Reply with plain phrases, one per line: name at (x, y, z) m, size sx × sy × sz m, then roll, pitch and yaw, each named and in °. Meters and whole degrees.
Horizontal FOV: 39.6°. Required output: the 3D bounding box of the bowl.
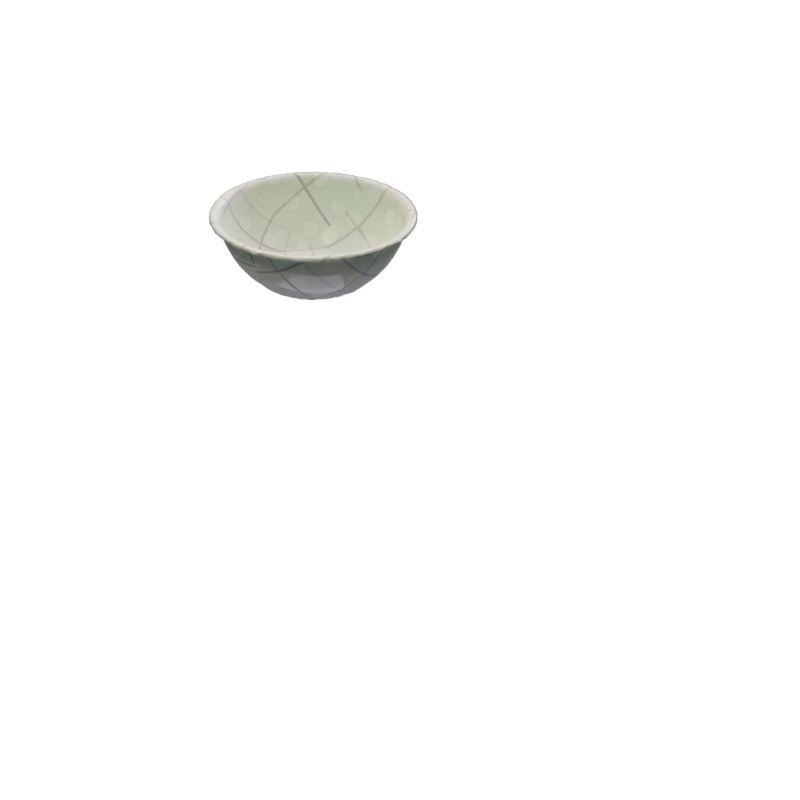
bowl at (-0.068, -0.124, 0.870) m, size 0.162 × 0.052 × 0.173 m, roll -1°, pitch 33°, yaw -2°
